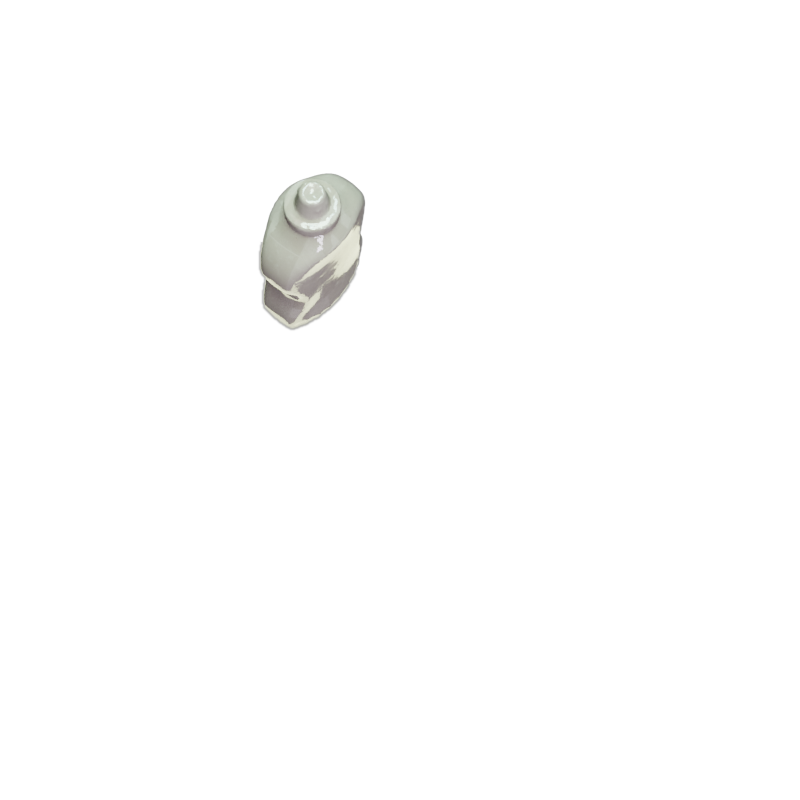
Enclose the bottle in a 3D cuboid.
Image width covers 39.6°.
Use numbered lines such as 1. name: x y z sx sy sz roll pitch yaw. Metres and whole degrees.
1. bottle: -0.066 -0.121 0.844 0.060 0.097 0.185 40 -13 5
